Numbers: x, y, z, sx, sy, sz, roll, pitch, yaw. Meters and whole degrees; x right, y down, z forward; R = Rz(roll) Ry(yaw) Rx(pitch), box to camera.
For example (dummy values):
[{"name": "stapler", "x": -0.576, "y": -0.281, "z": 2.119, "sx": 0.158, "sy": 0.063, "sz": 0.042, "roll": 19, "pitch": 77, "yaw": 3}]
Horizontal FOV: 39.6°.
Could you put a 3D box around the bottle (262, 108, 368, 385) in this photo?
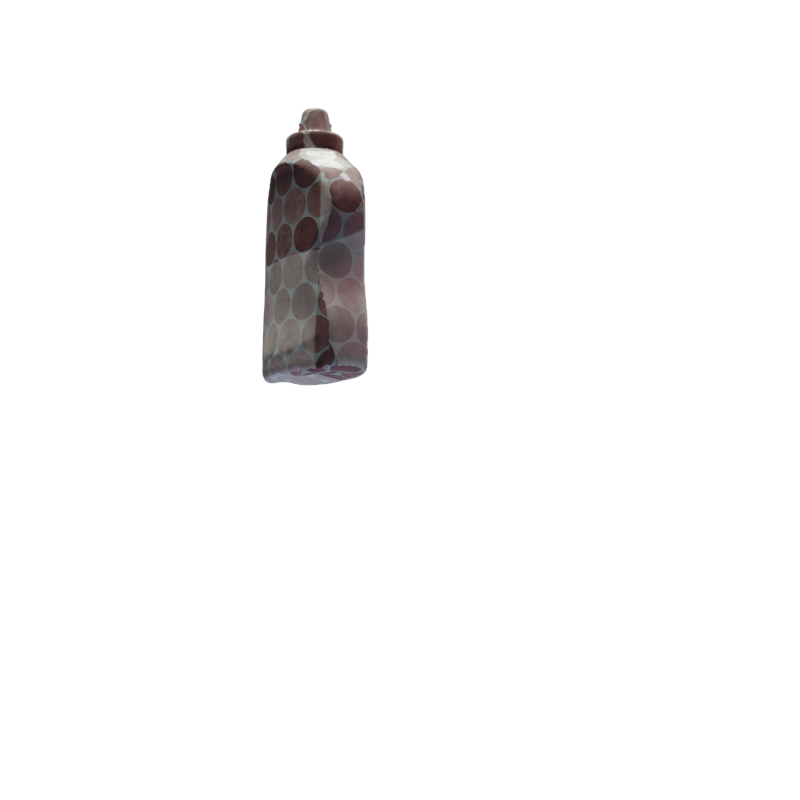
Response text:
[{"name": "bottle", "x": -0.060, "y": -0.110, "z": 0.770, "sx": 0.056, "sy": 0.198, "sz": 0.097, "roll": 6, "pitch": -14, "yaw": -29}]
